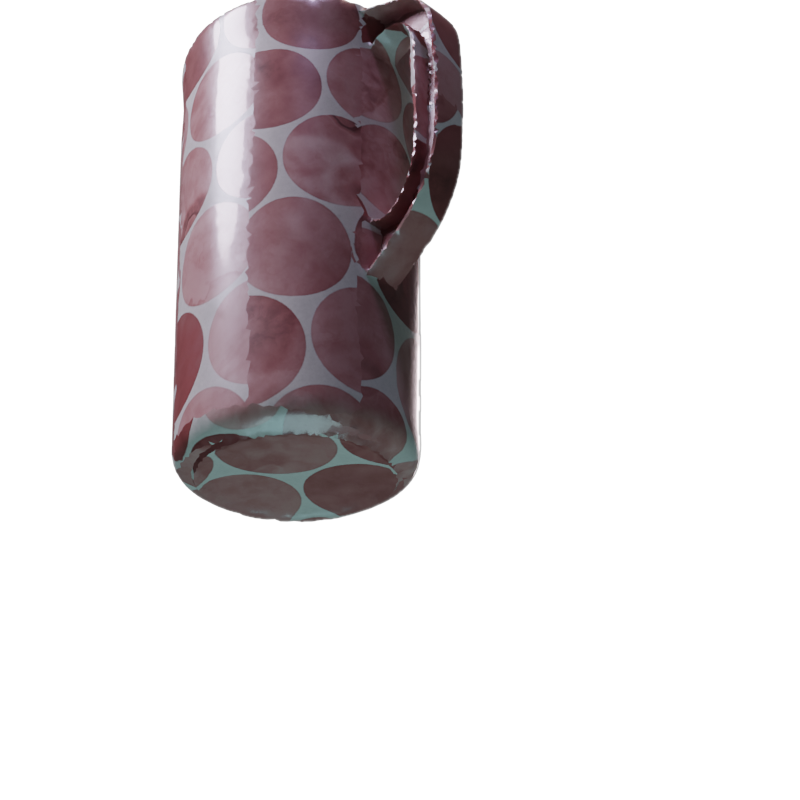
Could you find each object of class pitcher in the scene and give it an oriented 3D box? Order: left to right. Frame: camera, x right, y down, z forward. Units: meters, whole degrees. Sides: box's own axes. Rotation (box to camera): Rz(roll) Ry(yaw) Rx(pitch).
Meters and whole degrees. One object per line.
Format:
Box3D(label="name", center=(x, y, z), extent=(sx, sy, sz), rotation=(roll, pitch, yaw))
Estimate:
Box3D(label="pitcher", center=(-0.042, -0.077, 0.539), extent=(0.145, 0.260, 0.139), rotation=(-2, -34, -1))
